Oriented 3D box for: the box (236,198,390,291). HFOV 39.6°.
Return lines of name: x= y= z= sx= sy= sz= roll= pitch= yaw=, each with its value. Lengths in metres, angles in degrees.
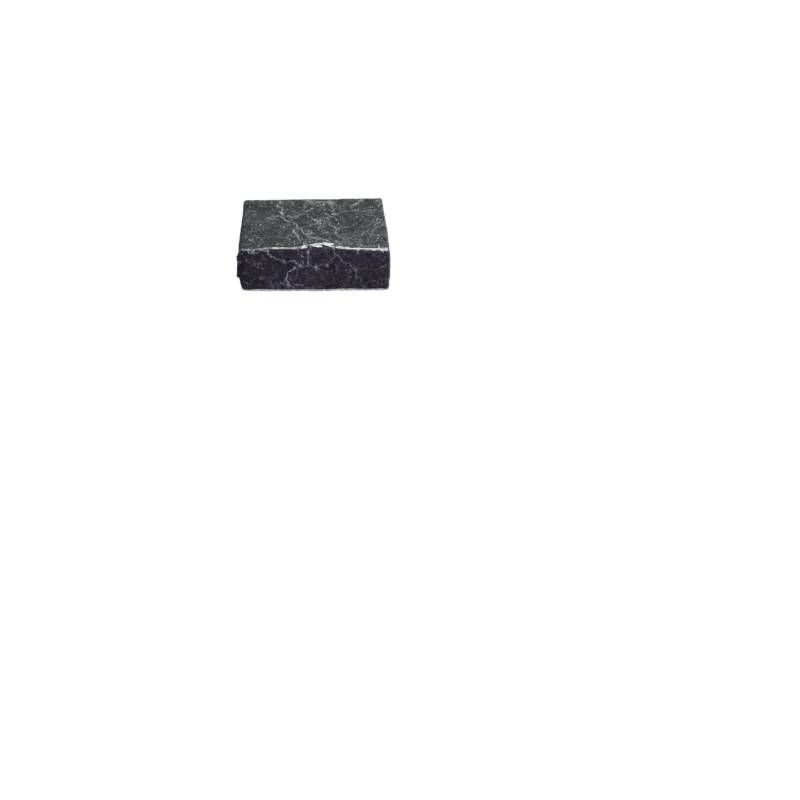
box: x=-0.052 y=-0.095 z=0.669 sx=0.089 sy=0.028 sz=0.078 roll=-1 pitch=32 yaw=-2
